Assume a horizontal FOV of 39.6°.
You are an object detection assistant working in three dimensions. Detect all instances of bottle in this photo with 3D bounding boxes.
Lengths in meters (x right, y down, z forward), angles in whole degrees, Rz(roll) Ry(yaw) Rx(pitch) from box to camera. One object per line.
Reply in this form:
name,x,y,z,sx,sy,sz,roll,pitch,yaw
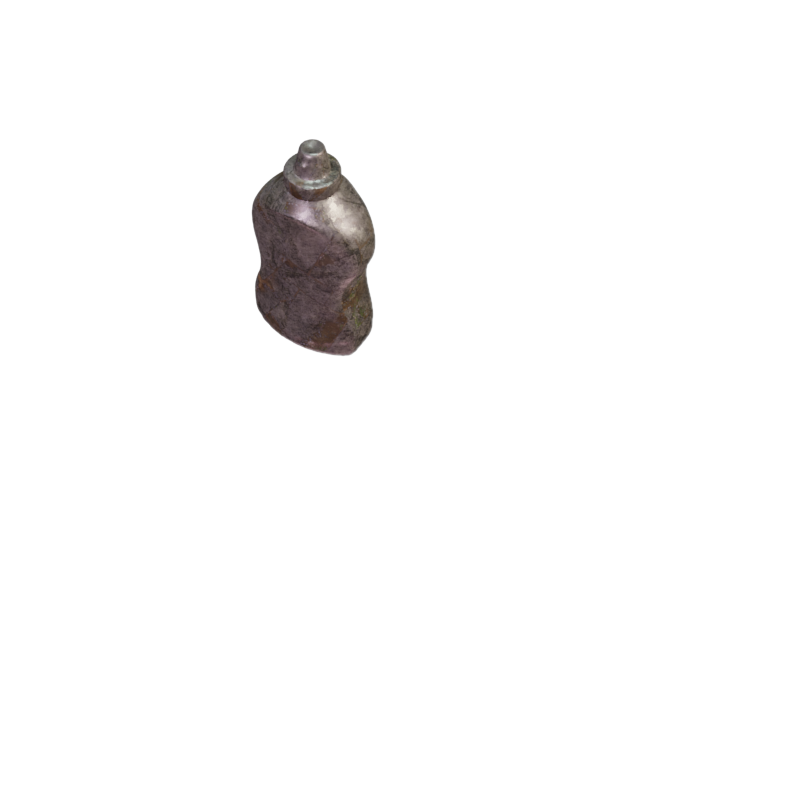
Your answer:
bottle,-0.065,-0.118,0.828,0.101,0.179,0.060,30,55,19
